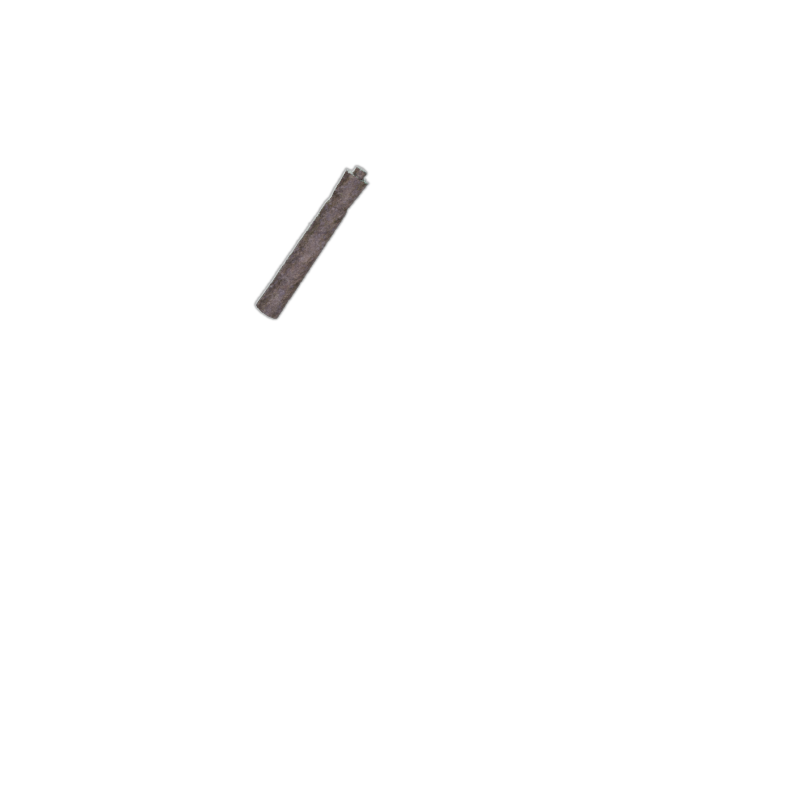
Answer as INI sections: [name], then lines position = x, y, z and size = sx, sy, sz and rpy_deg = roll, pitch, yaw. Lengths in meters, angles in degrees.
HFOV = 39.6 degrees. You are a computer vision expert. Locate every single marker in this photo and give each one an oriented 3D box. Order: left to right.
[marker]
position = -0.060, -0.109, 0.764
size = 0.019, 0.119, 0.020
rpy_deg = 33, 11, -11
